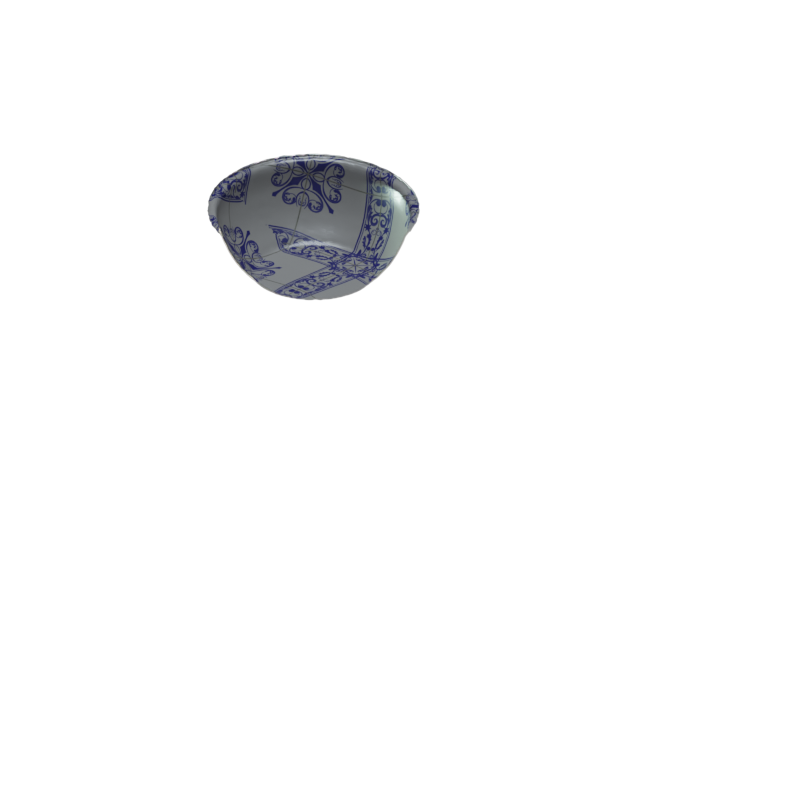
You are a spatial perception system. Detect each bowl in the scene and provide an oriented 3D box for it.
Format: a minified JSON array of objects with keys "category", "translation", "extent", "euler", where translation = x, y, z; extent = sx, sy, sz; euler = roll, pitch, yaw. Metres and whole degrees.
[{"category":"bowl","translation":[-0.065,-0.119,0.832],"extent":[0.162,0.058,0.153],"euler":[1,-23,-2]}]
